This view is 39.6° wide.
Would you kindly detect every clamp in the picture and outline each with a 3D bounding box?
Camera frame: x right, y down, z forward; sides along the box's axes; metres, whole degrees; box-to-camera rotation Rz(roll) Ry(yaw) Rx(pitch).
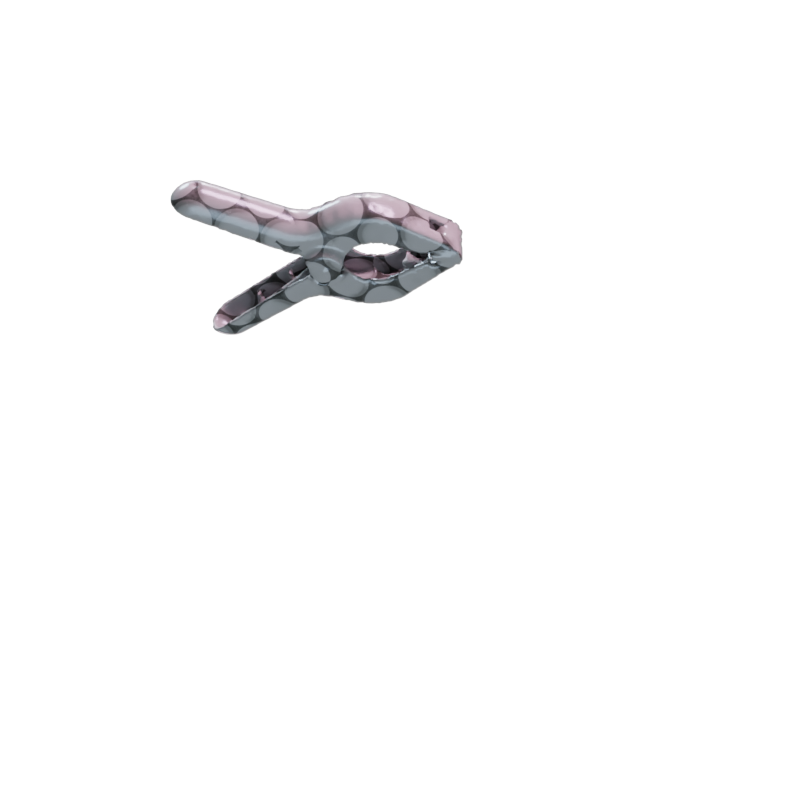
[{"bbox_3d":[-0.052,-0.095,0.665,0.173,0.042,0.111,-11,-39,13],"label":"clamp"}]
